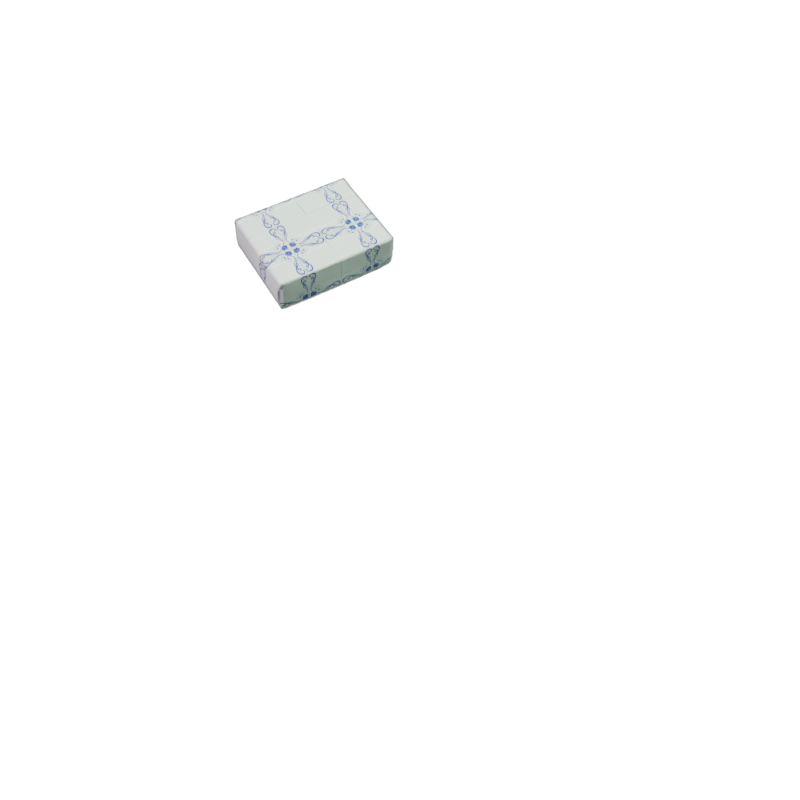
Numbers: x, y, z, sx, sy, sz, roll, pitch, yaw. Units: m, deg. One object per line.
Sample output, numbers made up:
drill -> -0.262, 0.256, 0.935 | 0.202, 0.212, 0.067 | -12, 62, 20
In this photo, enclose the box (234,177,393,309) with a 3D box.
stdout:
box -> -0.076, -0.138, 0.968 | 0.113, 0.097, 0.036 | -23, -37, -19
